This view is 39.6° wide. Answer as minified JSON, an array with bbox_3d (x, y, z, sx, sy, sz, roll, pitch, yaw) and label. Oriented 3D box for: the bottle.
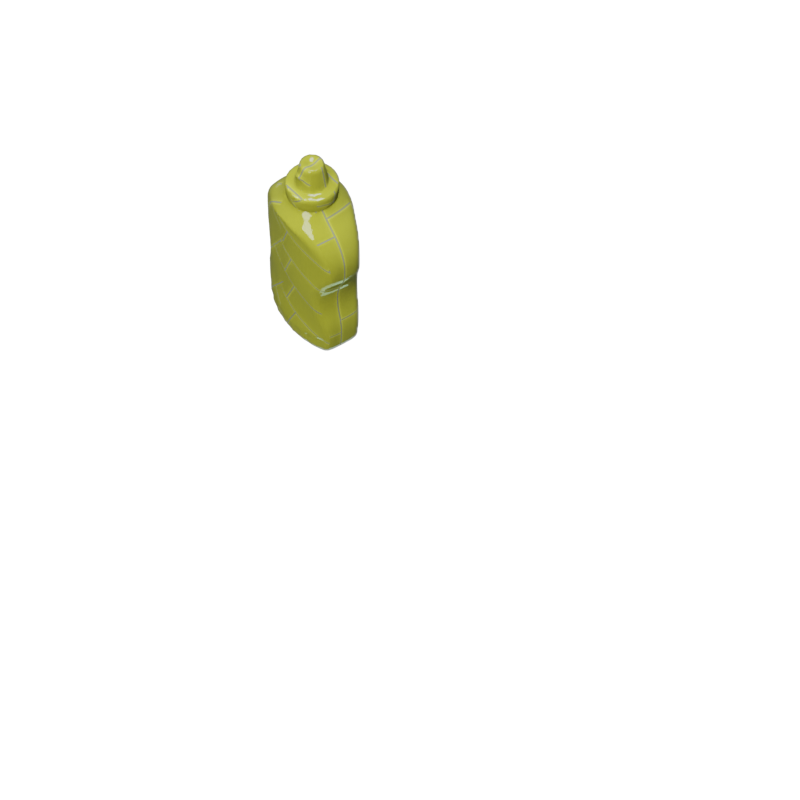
[{"bbox_3d":[-0.070,-0.126,0.884,0.058,0.103,0.179,-25,-28,-18],"label":"bottle"}]
